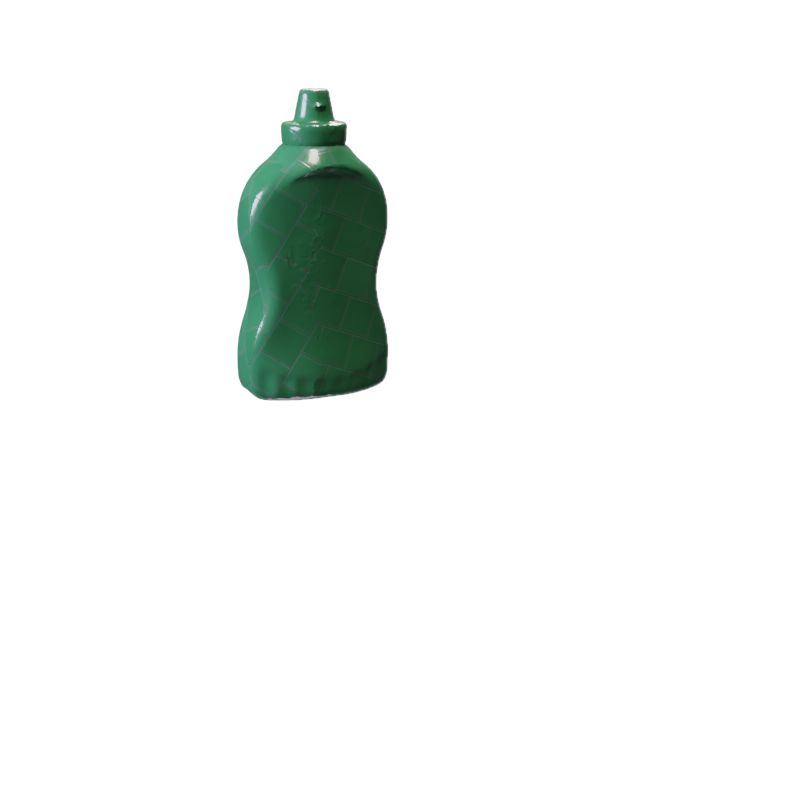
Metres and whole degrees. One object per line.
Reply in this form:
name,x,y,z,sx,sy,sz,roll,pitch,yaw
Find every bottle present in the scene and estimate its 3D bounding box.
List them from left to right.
bottle,-0.055,-0.100,0.700,0.094,0.187,0.061,-4,12,-23
